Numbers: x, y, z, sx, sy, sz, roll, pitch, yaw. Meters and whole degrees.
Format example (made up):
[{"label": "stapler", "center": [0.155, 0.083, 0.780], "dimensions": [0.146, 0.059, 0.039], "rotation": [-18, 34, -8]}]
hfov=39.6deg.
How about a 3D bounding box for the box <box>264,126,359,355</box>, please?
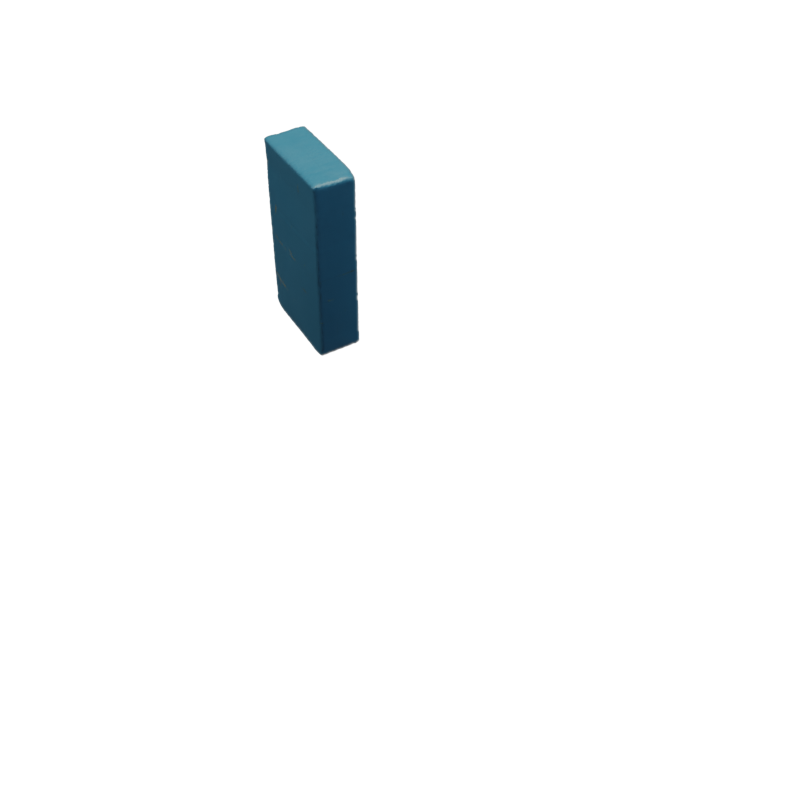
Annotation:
[{"label": "box", "center": [-0.074, -0.135, 0.949], "dimensions": [0.047, 0.165, 0.101], "rotation": [-17, 44, -24]}]
